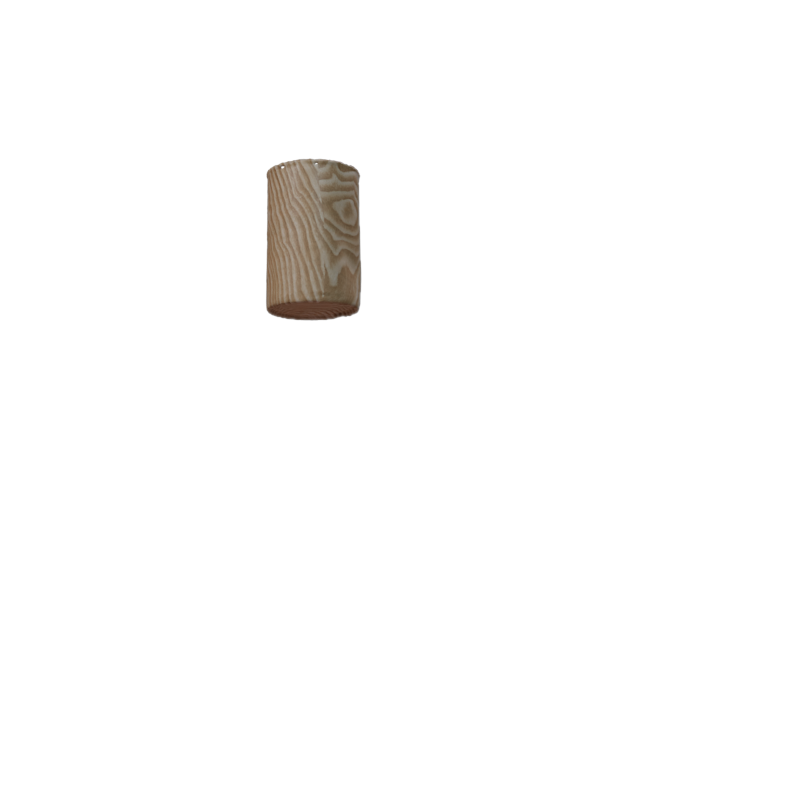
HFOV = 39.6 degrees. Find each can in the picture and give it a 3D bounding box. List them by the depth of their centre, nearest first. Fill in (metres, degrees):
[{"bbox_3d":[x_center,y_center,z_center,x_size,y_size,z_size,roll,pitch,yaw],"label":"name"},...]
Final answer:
[{"bbox_3d":[-0.062,-0.113,0.791,0.068,0.106,0.066,0,-13,-2],"label":"can"}]
